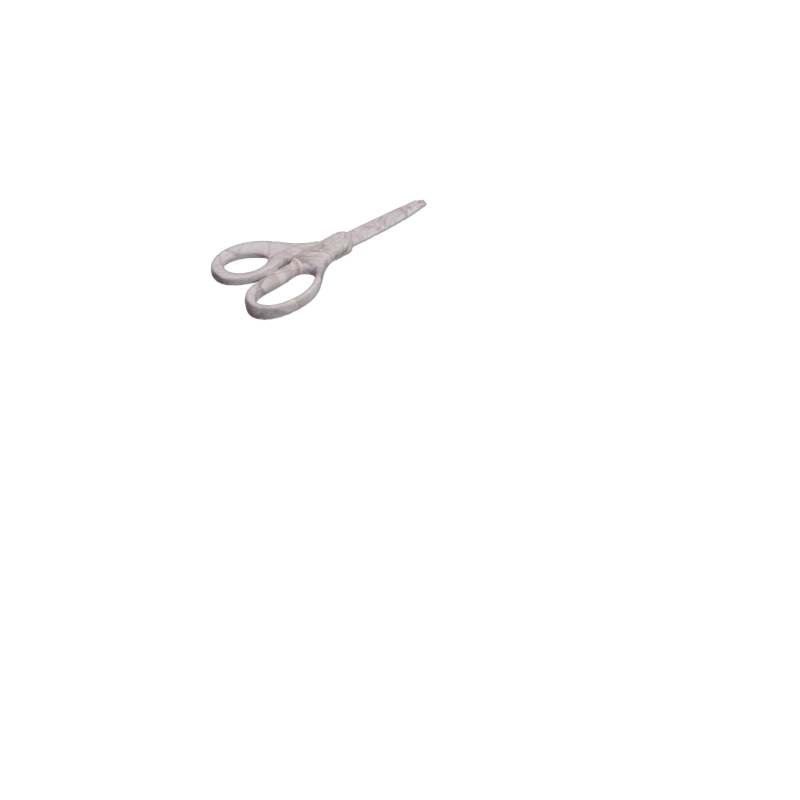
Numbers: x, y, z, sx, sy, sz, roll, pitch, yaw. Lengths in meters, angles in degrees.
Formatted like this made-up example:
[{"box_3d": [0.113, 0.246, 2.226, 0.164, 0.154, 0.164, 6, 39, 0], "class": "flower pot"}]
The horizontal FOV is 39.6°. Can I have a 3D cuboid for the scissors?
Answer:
[{"box_3d": [-0.068, -0.124, 0.868, 0.101, 0.015, 0.206, 19, 42, 22], "class": "scissors"}]
